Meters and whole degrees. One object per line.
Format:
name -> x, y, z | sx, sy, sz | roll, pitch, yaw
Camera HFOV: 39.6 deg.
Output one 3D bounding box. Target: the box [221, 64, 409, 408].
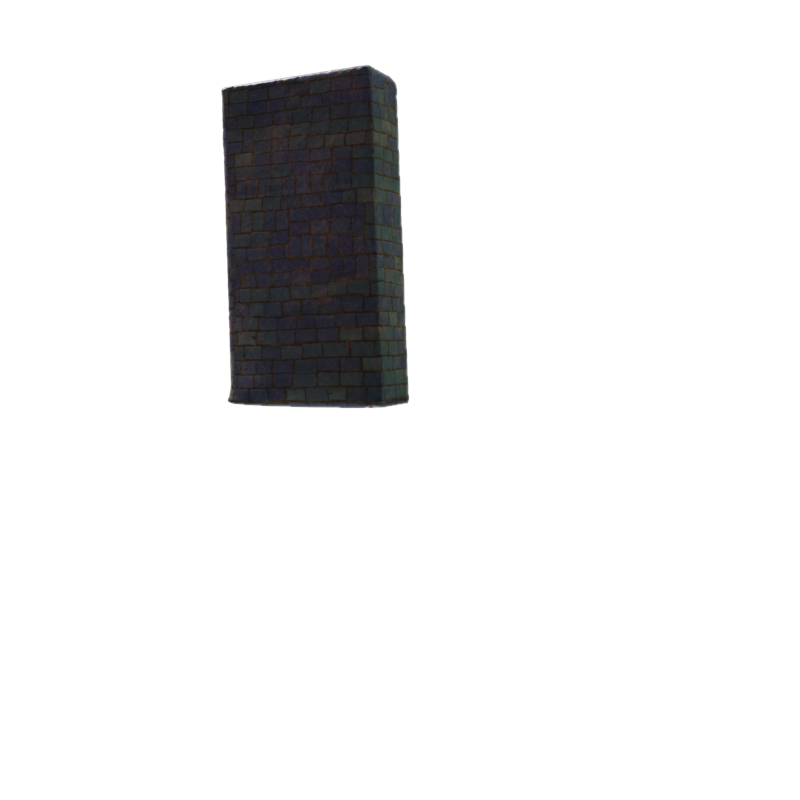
box -> -0.047, -0.085, 0.598 | 0.096, 0.179, 0.046 | -3, -7, 26
